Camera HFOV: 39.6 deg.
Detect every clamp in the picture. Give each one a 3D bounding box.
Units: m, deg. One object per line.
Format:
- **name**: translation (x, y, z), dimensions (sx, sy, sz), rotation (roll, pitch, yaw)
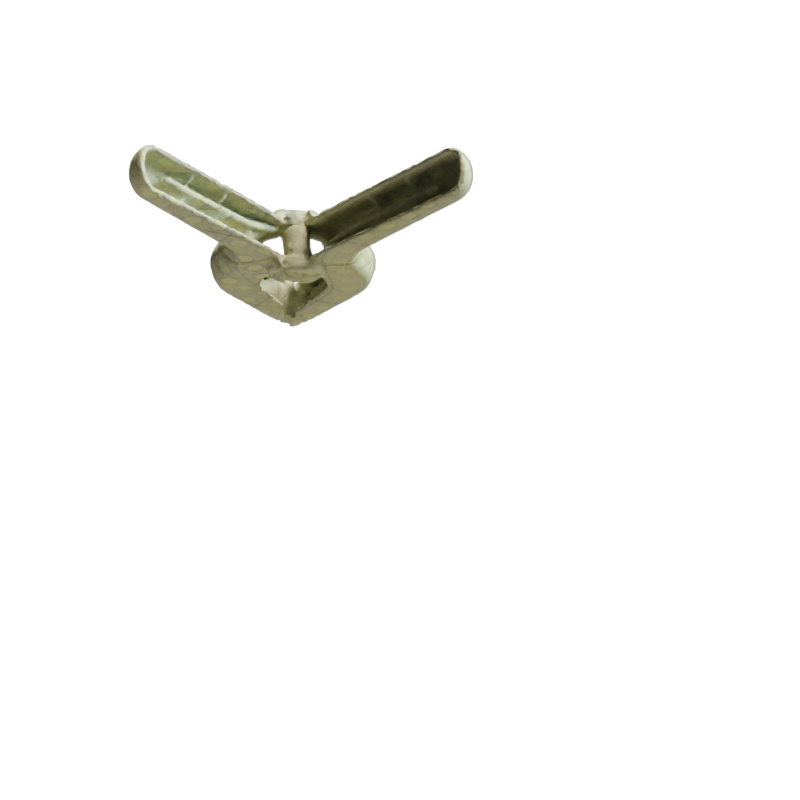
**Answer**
- **clamp**: translation (-0.048, -0.087, 0.610), dimensions (0.165, 0.038, 0.200), rotation (0, -16, 1)
